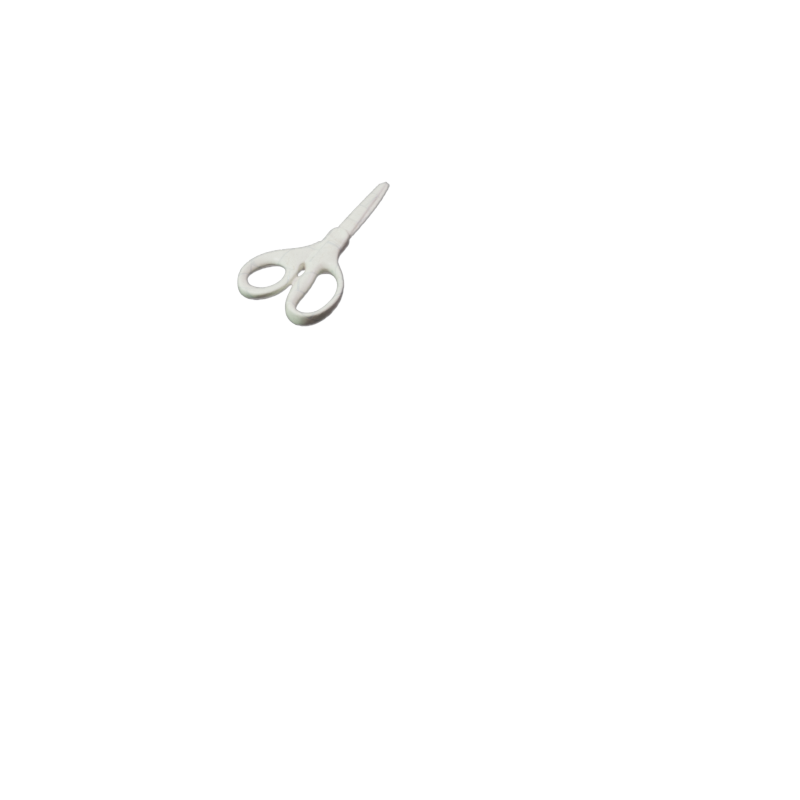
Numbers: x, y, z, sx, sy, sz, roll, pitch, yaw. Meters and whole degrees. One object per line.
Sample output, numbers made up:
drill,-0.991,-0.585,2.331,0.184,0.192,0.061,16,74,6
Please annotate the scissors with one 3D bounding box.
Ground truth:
scissors,-0.074,-0.134,0.940,0.098,0.015,0.213,7,42,7
